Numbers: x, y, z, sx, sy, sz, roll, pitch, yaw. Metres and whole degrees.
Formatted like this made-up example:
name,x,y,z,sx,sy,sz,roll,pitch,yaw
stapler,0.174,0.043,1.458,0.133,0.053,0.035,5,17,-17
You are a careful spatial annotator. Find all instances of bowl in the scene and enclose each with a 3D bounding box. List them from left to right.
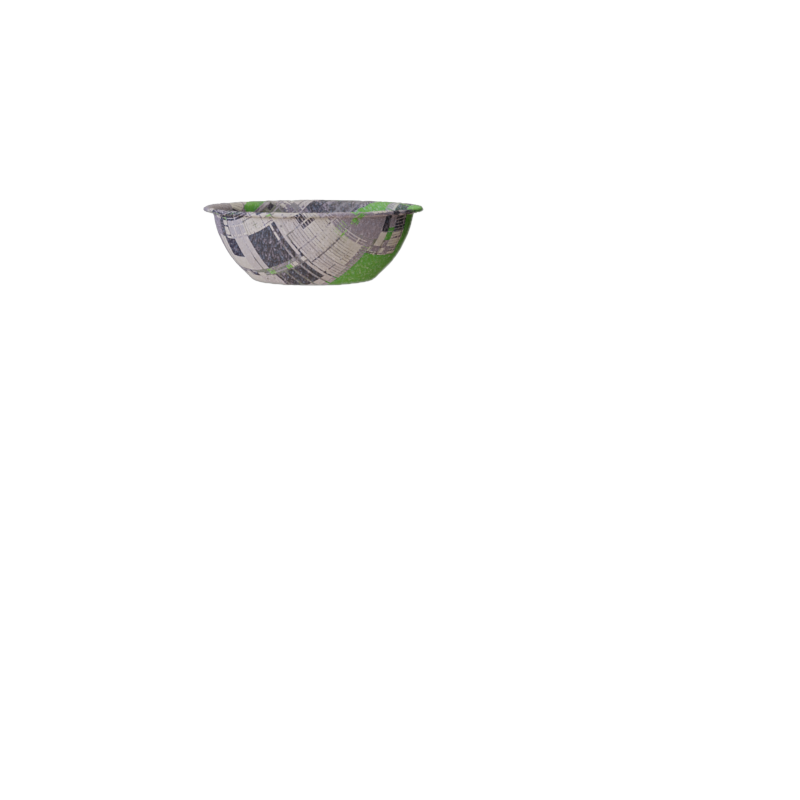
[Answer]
name,x,y,z,sx,sy,sz,roll,pitch,yaw
bowl,-0.064,-0.117,0.819,0.162,0.054,0.166,0,12,-2
